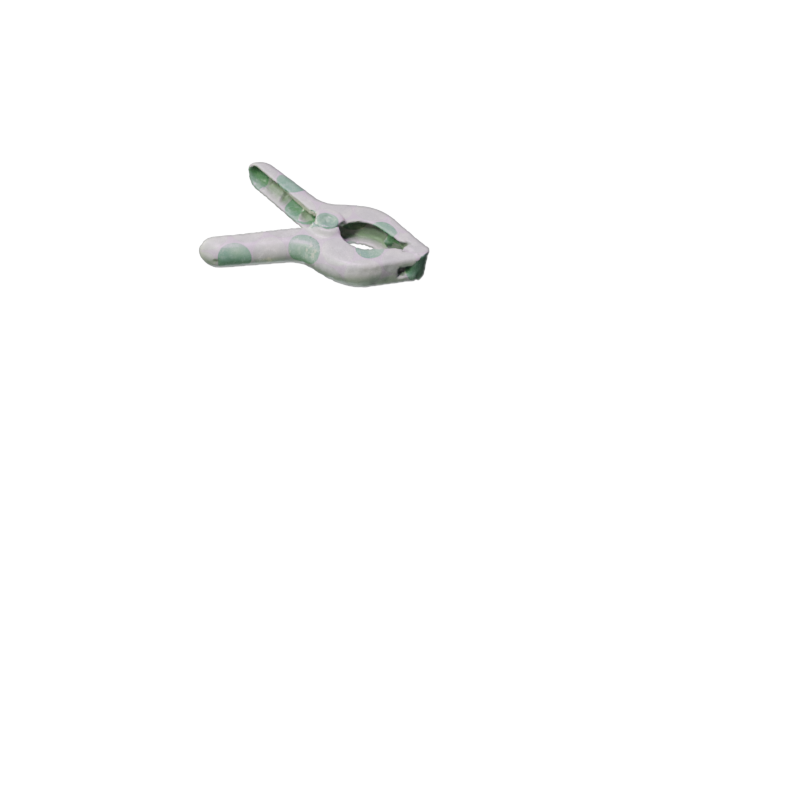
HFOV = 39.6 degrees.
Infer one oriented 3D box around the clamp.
[{"bbox_3d":[-0.067,-0.123,0.859,0.178,0.124,0.036,21,-37,16],"label":"clamp"}]
